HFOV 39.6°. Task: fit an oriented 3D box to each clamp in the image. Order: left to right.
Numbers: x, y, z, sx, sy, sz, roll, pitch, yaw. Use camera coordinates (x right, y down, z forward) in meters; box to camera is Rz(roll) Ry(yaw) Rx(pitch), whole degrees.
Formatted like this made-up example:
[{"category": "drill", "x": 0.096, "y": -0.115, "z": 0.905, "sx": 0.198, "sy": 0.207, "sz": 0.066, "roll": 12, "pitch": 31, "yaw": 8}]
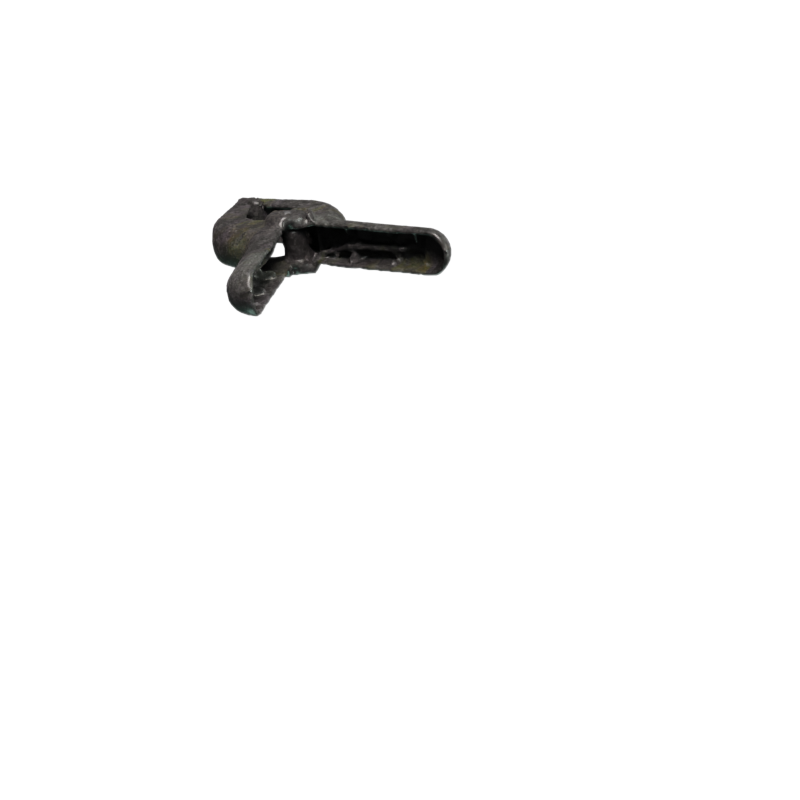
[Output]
[{"category": "clamp", "x": -0.049, "y": -0.089, "z": 0.625, "sx": 0.118, "sy": 0.037, "sz": 0.182, "roll": -6, "pitch": 23, "yaw": -14}]
